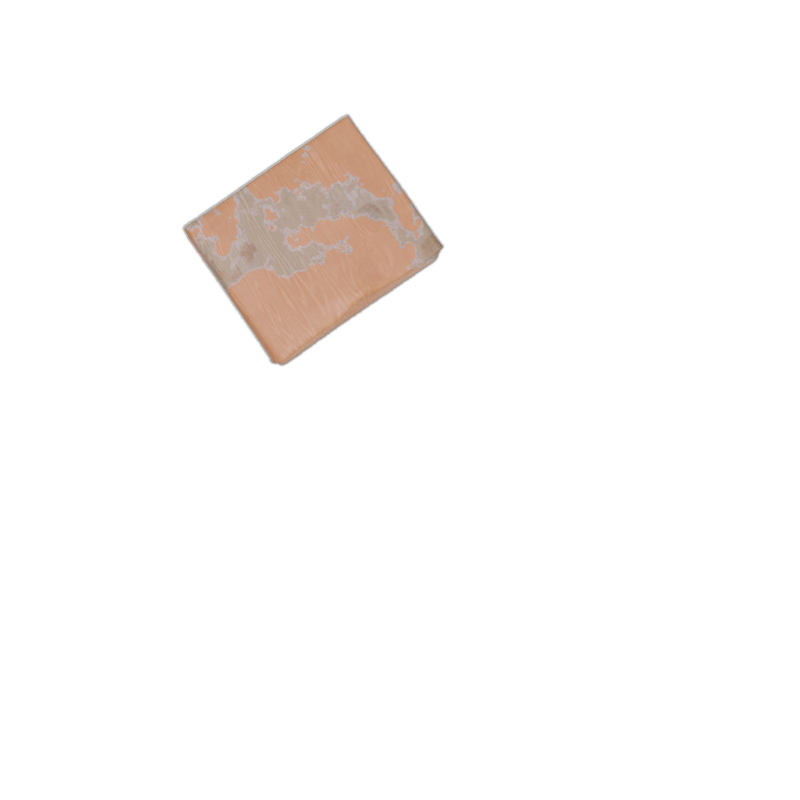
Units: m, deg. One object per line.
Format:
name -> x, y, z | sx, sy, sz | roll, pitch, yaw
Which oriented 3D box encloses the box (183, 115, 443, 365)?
box -> -0.038, -0.069, 0.486 | 0.089, 0.075, 0.029 | -35, -8, -6
